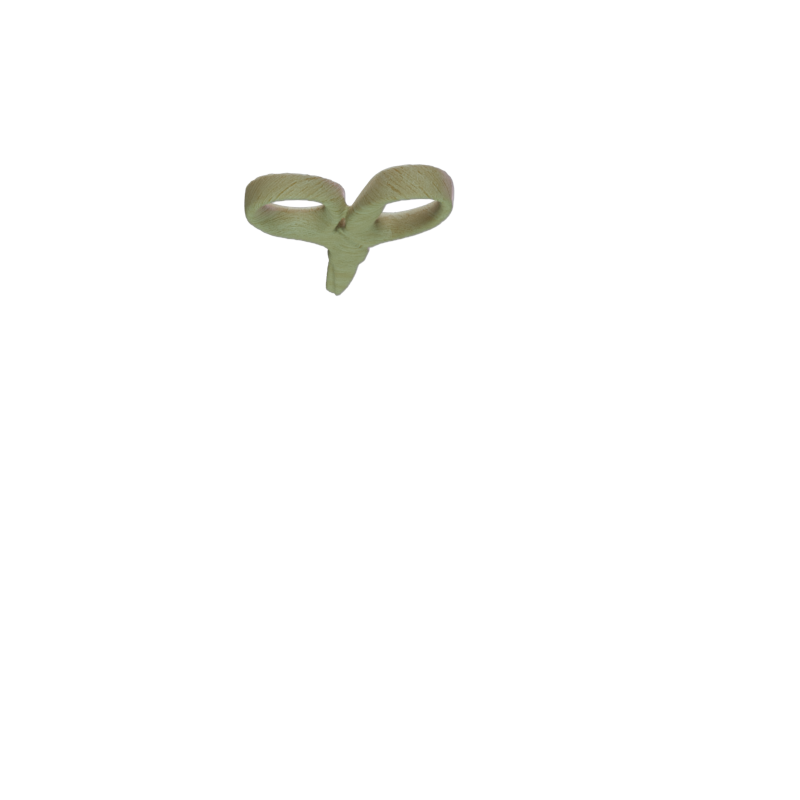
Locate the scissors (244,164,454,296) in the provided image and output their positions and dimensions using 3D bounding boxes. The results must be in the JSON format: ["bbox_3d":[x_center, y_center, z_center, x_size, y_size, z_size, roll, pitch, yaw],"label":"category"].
[{"bbox_3d":[-0.041,-0.075,0.525,0.093,0.016,0.201,3,-9,-21],"label":"scissors"}]
